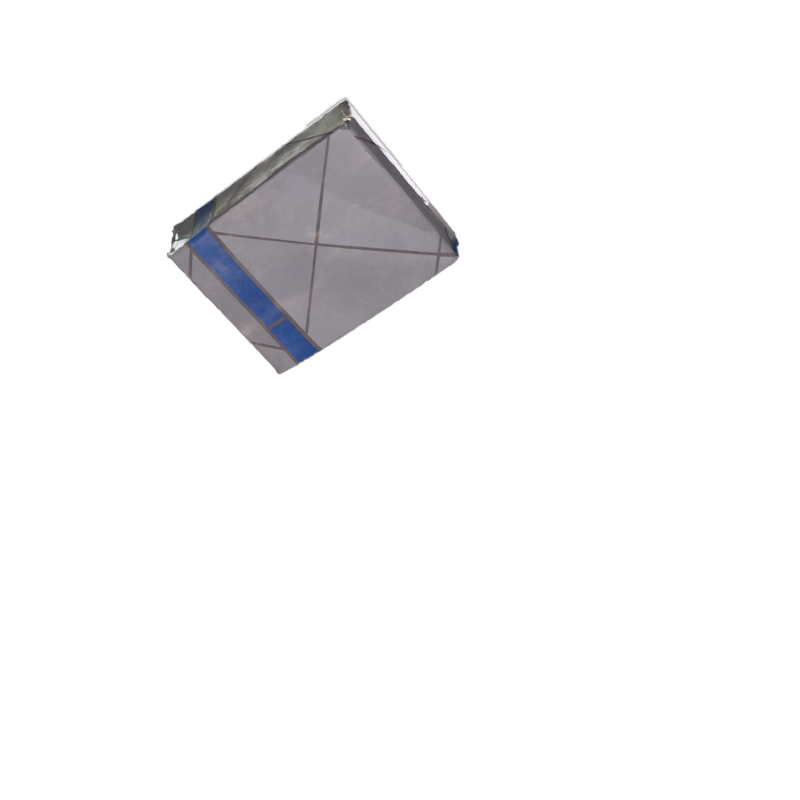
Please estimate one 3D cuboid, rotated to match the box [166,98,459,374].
[{"bbox_3d":[-0.042,-0.077,0.539,0.113,0.085,0.041,-34,22,15],"label":"box"}]
